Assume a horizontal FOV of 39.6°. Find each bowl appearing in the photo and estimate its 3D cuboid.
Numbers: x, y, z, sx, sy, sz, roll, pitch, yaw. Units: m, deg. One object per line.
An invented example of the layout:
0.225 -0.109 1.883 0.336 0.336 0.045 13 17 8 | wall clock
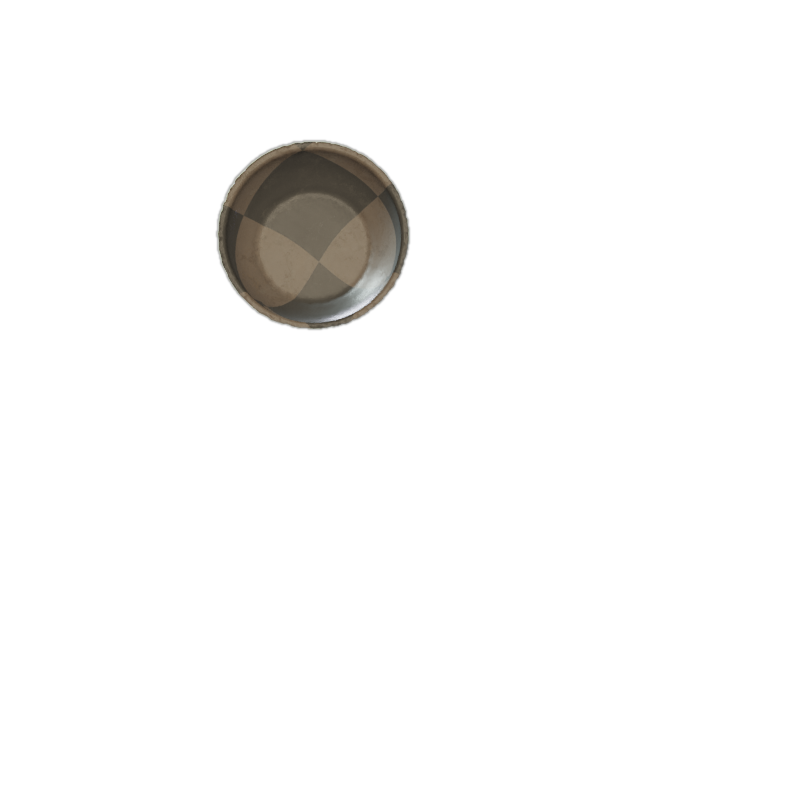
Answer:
-0.071 -0.130 0.909 0.162 0.158 0.056 0 11 -1 | bowl
